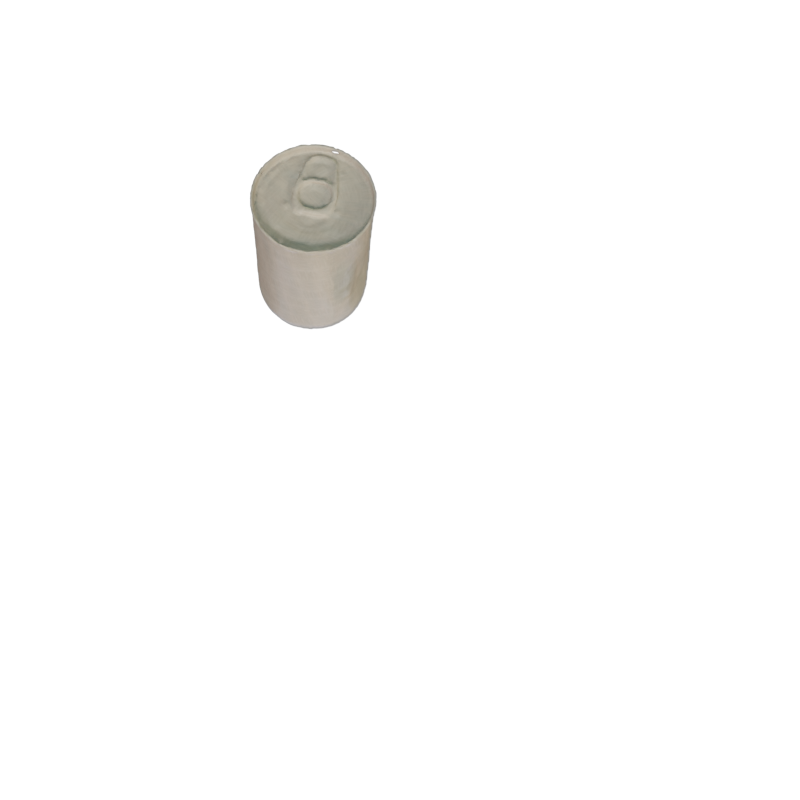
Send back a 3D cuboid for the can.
[{"bbox_3d":[-0.050,-0.091,0.636,0.068,0.072,0.097,0,-23,-3],"label":"can"}]
